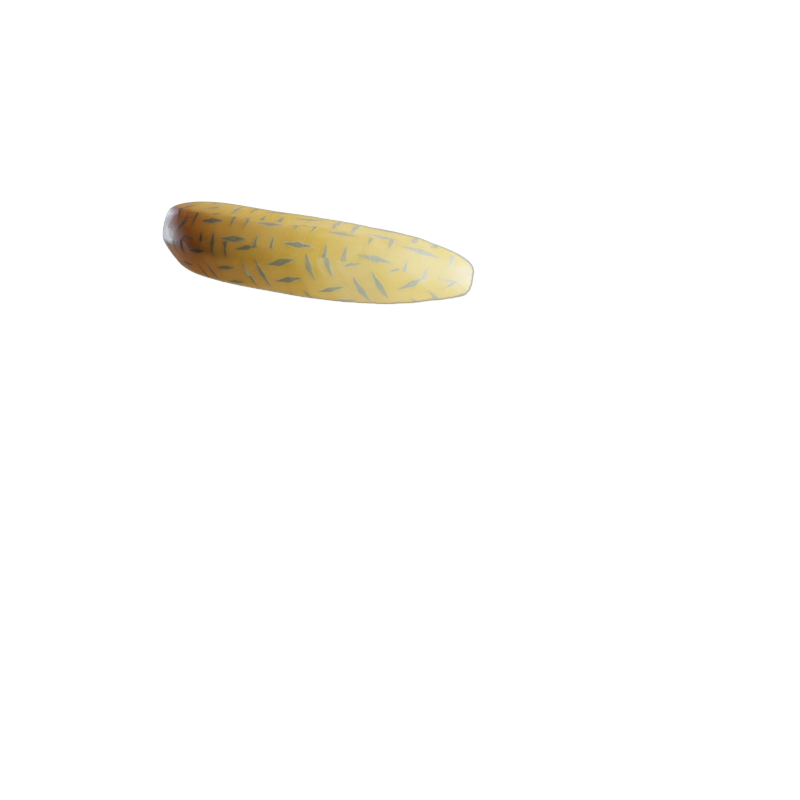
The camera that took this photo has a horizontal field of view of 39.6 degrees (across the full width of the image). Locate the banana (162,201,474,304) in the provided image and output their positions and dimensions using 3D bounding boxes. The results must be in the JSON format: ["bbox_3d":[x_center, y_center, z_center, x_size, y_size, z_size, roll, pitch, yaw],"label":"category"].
[{"bbox_3d":[-0.058,-0.074,0.531,0.068,0.036,0.209,-14,22,-40],"label":"banana"}]
